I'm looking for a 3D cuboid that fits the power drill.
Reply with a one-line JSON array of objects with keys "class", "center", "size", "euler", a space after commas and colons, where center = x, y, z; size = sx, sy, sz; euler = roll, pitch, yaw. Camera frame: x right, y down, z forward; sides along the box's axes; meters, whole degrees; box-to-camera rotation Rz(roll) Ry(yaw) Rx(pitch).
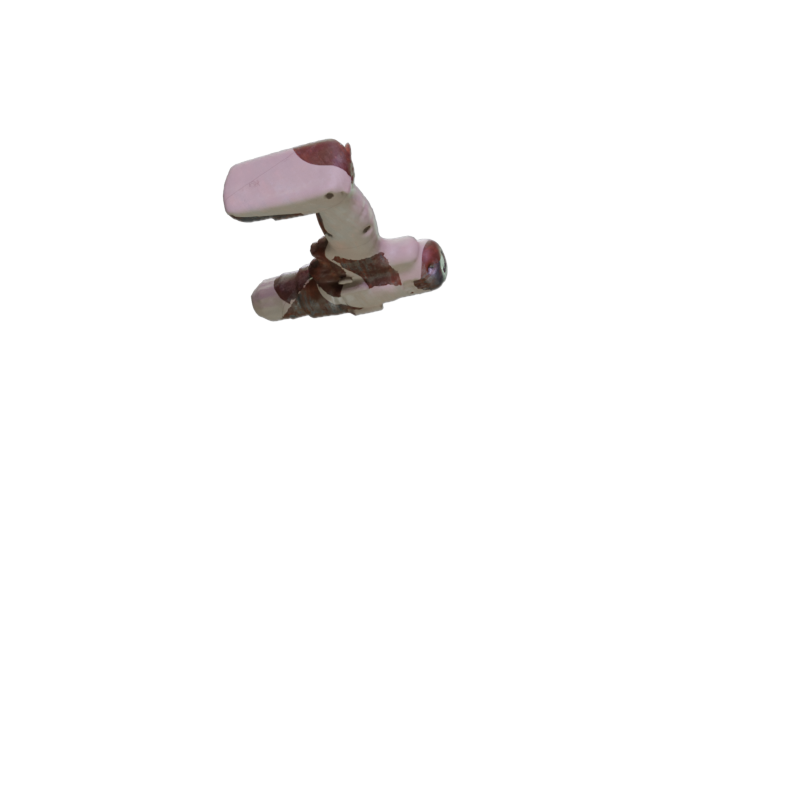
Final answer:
[{"class": "power drill", "center": [-0.073, -0.133, 0.934], "size": [0.187, 0.061, 0.173], "euler": [-12, -31, 20]}]
